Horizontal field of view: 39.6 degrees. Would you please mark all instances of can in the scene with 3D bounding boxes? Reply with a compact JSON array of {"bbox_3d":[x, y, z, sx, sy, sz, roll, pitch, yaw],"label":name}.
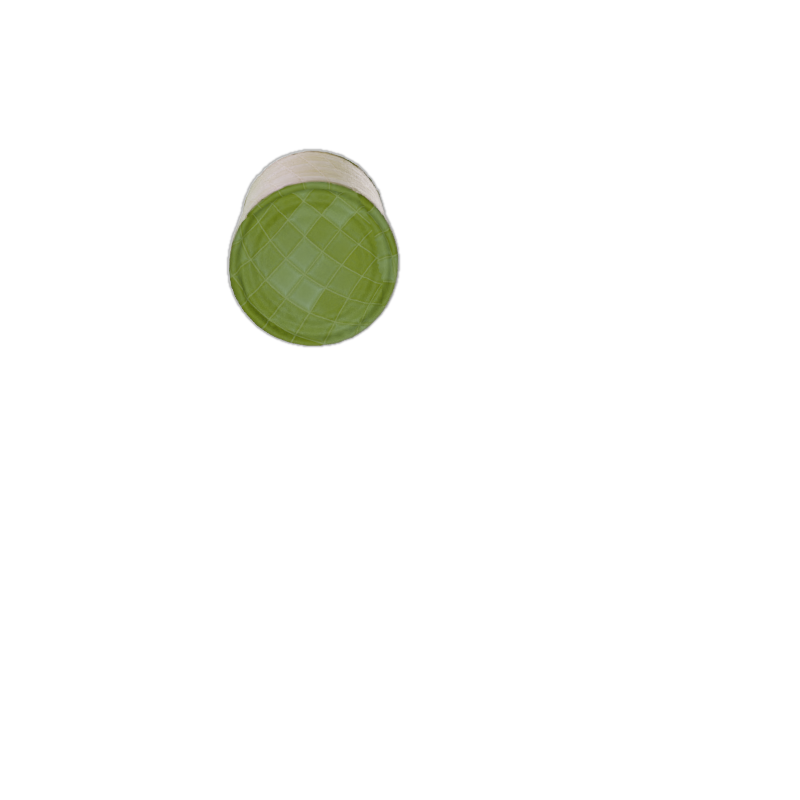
[{"bbox_3d":[-0.037,-0.068,0.473,0.068,0.066,0.106,0,16,-3],"label":"can"}]
